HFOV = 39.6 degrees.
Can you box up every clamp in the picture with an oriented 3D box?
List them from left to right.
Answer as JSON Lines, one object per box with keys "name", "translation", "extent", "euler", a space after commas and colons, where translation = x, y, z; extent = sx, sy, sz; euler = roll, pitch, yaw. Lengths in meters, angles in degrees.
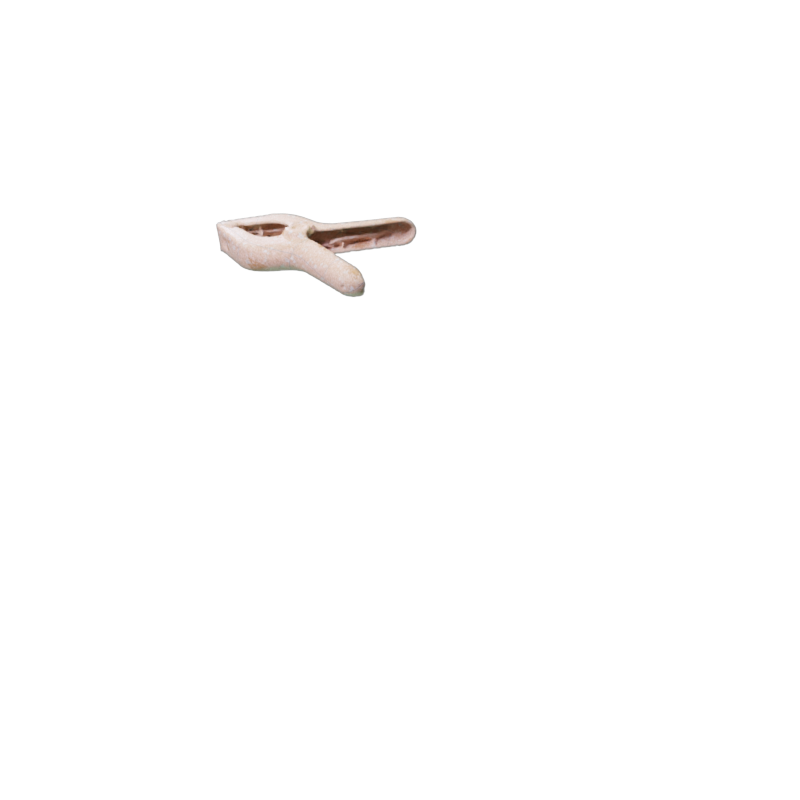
{"name": "clamp", "translation": [-0.074, -0.136, 0.950], "extent": [0.180, 0.037, 0.120], "euler": [18, 32, 30]}
